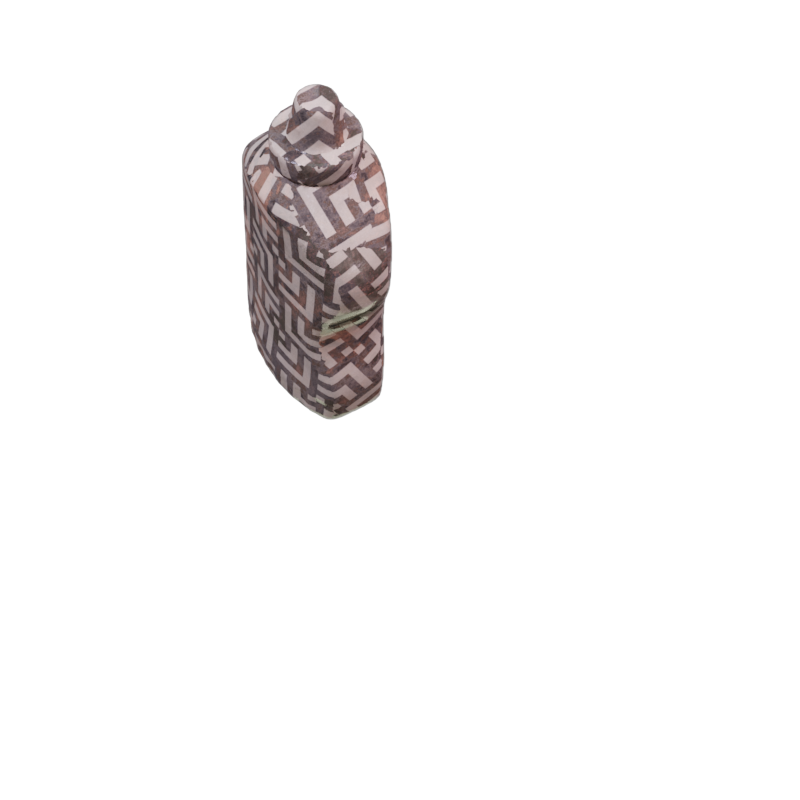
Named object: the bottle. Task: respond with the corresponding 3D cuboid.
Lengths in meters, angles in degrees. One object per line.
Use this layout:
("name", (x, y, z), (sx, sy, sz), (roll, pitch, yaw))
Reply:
("bottle", (-0.041, -0.076, 0.528), (0.058, 0.103, 0.179), (-22, -29, -17))
